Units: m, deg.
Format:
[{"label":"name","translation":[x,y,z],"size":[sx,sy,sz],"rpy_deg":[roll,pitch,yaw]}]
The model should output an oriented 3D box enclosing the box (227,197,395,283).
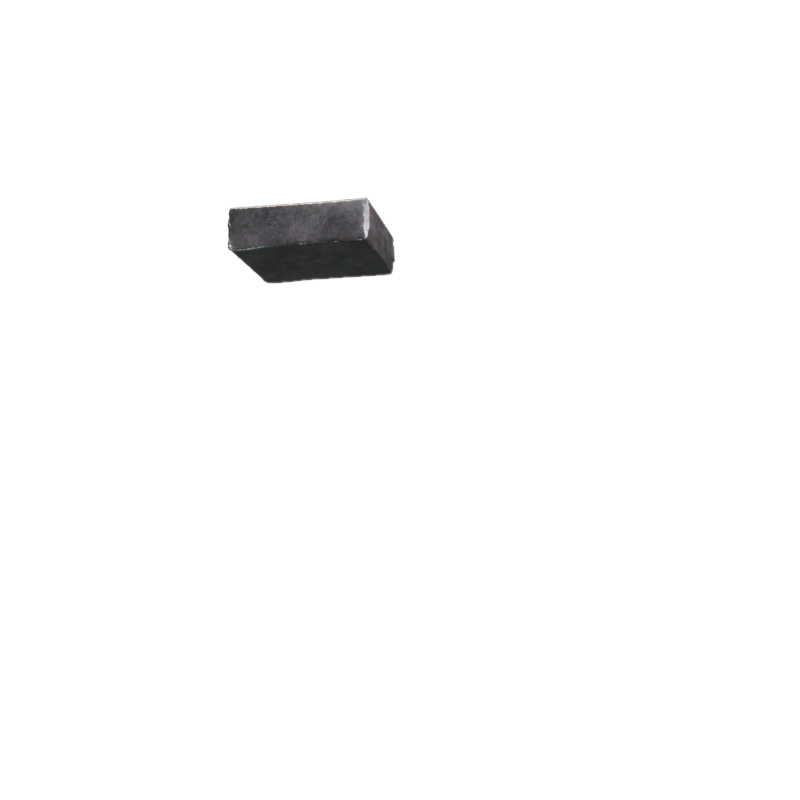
[{"label":"box","translation":[-0.068,-0.124,0.871],"size":[0.115,0.040,0.085],"rpy_deg":[-4,-15,14]}]
